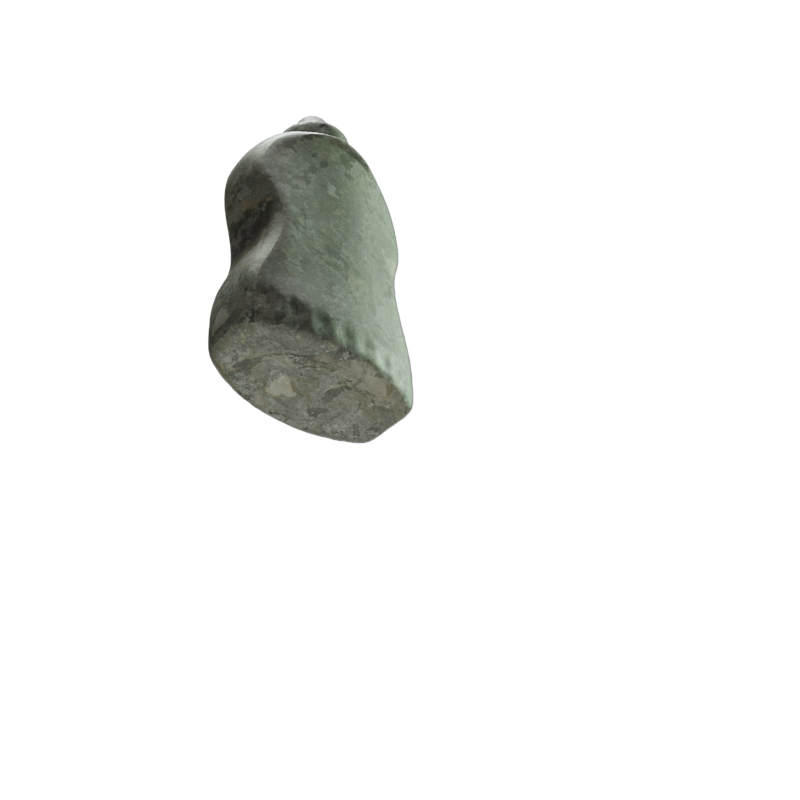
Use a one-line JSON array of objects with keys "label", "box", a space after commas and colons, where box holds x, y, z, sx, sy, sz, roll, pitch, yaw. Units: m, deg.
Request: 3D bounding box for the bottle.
[{"label": "bottle", "box": [-0.043, -0.077, 0.544, 0.091, 0.206, 0.057, 27, -52, -28]}]
